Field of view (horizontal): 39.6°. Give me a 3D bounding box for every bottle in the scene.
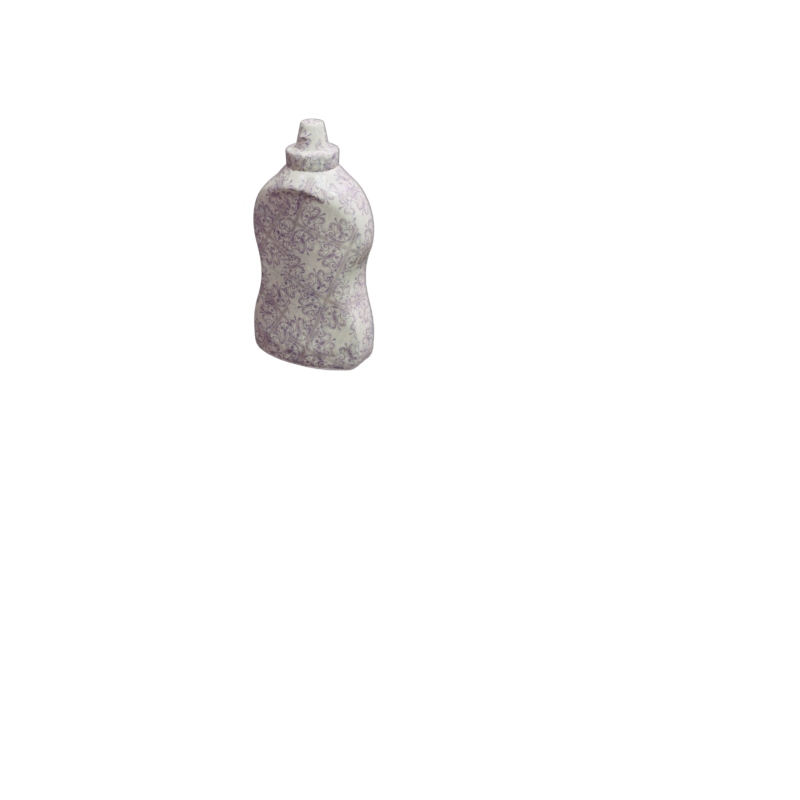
[{"bbox_3d":[-0.067,-0.122,0.856,0.100,0.183,0.058,14,25,27],"label":"bottle"}]
